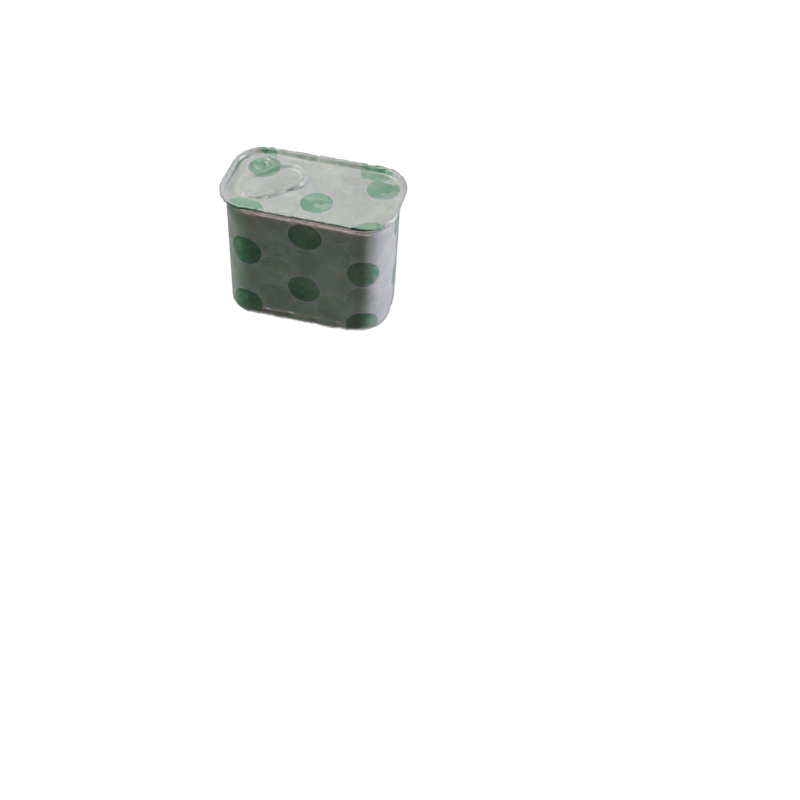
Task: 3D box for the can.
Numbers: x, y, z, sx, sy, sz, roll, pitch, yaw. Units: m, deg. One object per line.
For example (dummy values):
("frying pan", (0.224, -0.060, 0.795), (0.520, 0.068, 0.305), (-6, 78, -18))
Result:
("can", (-0.050, -0.092, 0.642), (0.104, 0.078, 0.060), (12, 46, 10))
